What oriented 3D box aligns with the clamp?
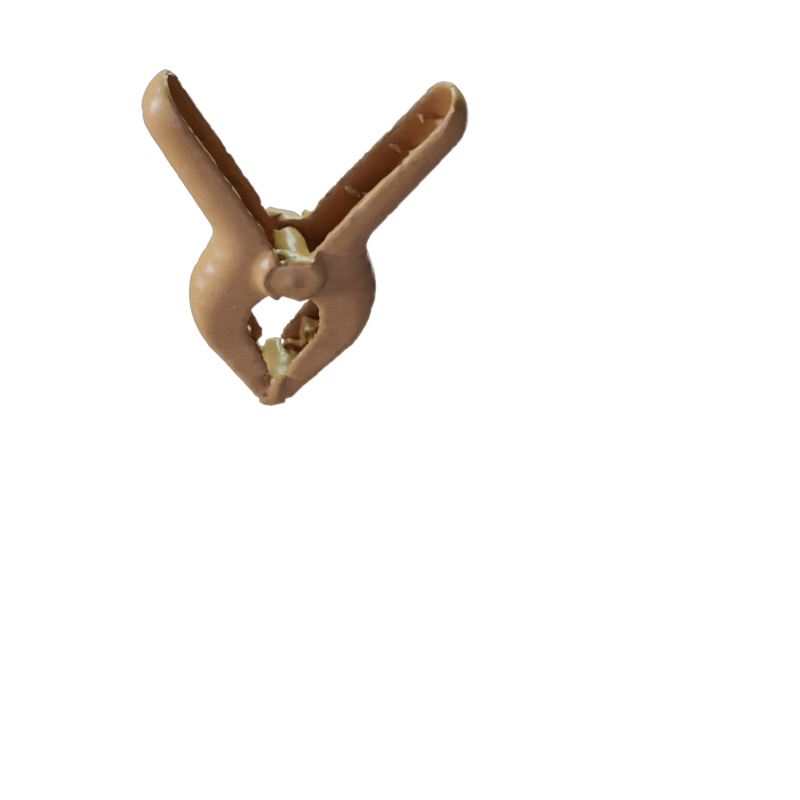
[{"bbox_3d":[-0.035,-0.065,0.453,0.120,0.042,0.159,0,-41,0],"label":"clamp"}]
